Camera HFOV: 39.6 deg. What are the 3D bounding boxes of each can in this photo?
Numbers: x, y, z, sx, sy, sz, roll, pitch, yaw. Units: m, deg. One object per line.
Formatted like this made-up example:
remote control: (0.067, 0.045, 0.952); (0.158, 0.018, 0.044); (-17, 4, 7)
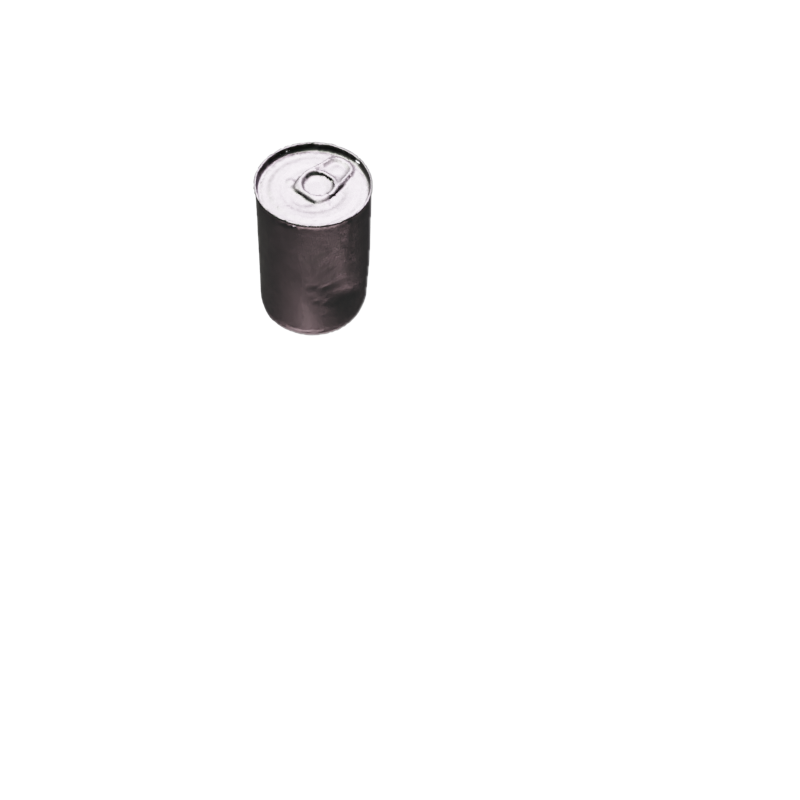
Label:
can: (-0.052, -0.095, 0.666); (0.068, 0.073, 0.095); (0, -38, -3)
